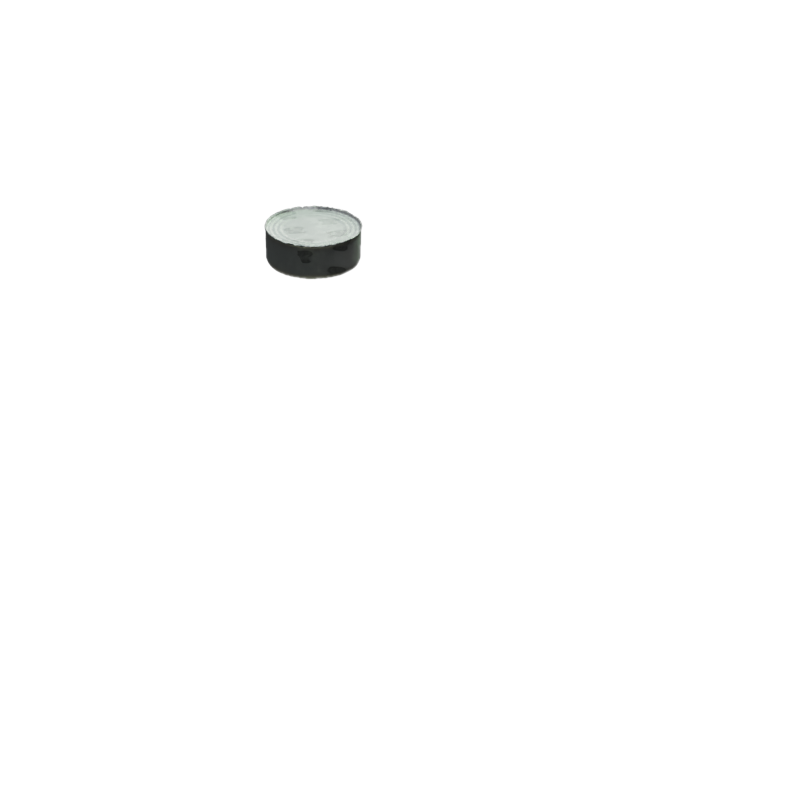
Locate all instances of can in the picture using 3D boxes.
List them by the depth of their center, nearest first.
[{"bbox_3d":[-0.077,-0.140,0.981,0.086,0.032,0.091,-1,31,-2],"label":"can"}]
